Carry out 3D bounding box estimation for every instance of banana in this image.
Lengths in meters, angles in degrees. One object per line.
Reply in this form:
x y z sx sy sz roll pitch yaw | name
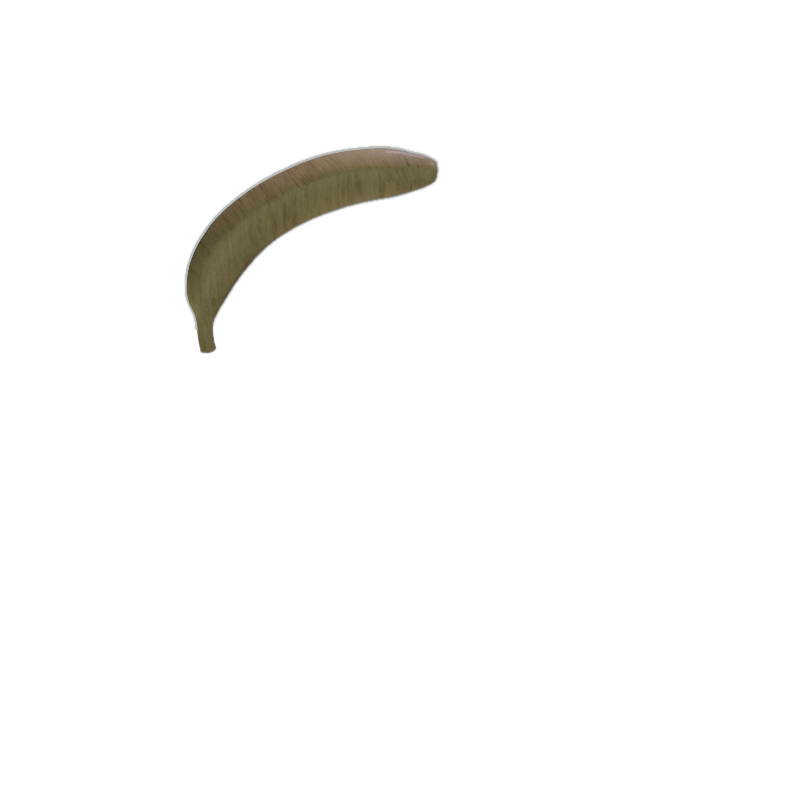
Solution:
-0.071 -0.115 0.724 0.197 0.067 0.038 -36 13 9 | banana
